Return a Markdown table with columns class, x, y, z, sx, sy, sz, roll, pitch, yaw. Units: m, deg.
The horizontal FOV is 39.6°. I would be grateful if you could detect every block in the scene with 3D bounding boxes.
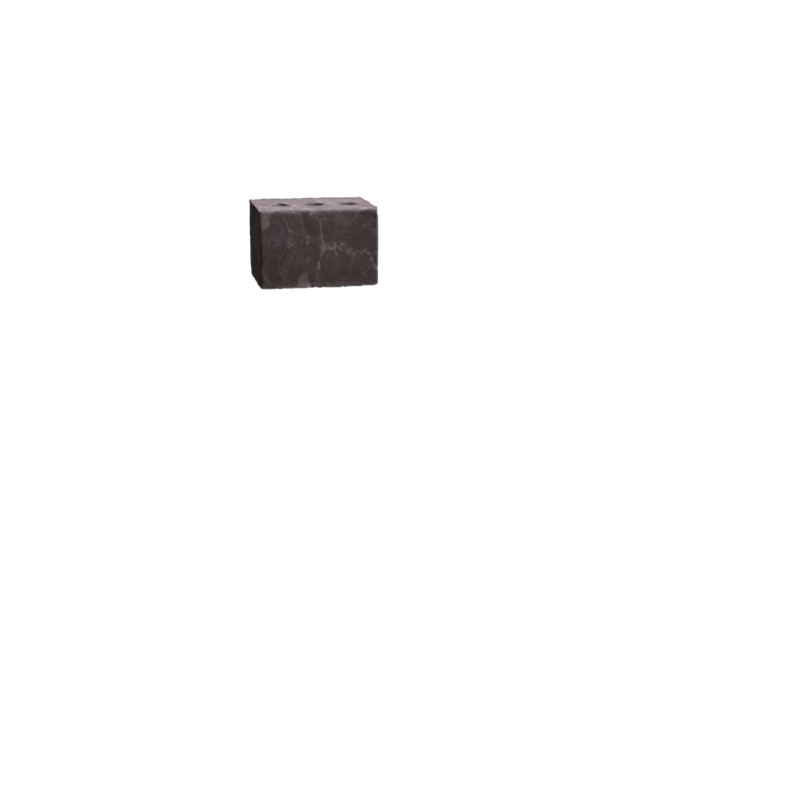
| class | x | y | z | sx | sy | sz | roll | pitch | yaw |
| --- | --- | --- | --- | --- | --- | --- | --- | --- | --- |
| block | -0.056 | -0.102 | 0.714 | 0.077 | 0.050 | 0.055 | -3 | 14 | -11 |
